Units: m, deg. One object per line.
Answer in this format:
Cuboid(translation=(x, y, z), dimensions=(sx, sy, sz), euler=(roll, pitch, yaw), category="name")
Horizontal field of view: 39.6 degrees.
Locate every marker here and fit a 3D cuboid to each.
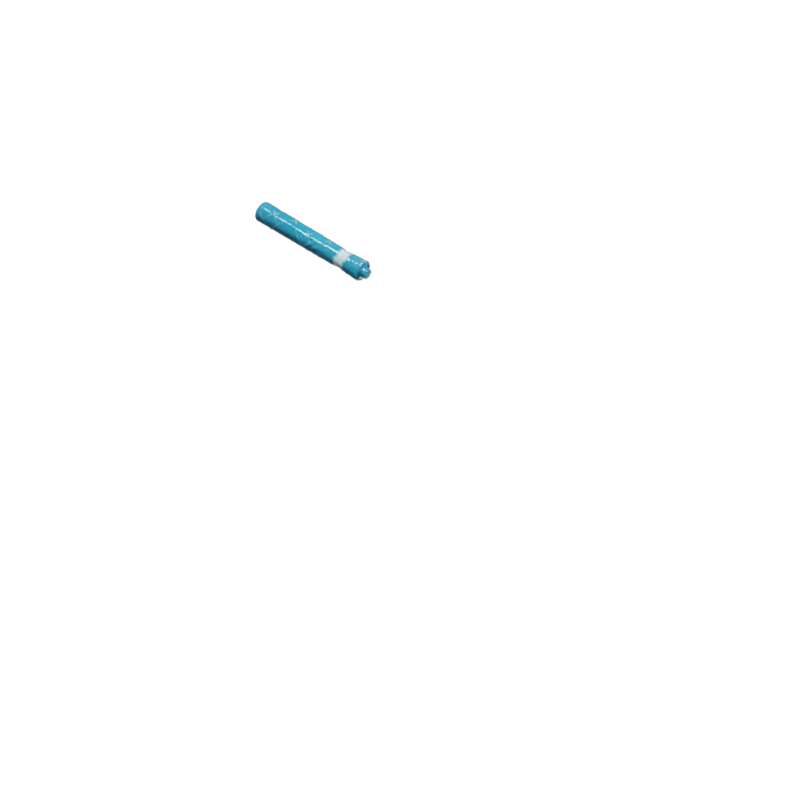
Cuboid(translation=(-0.074, -0.136, 0.949), dimensions=(0.128, 0.019, 0.019), euler=(33, 19, 27), category="marker")
